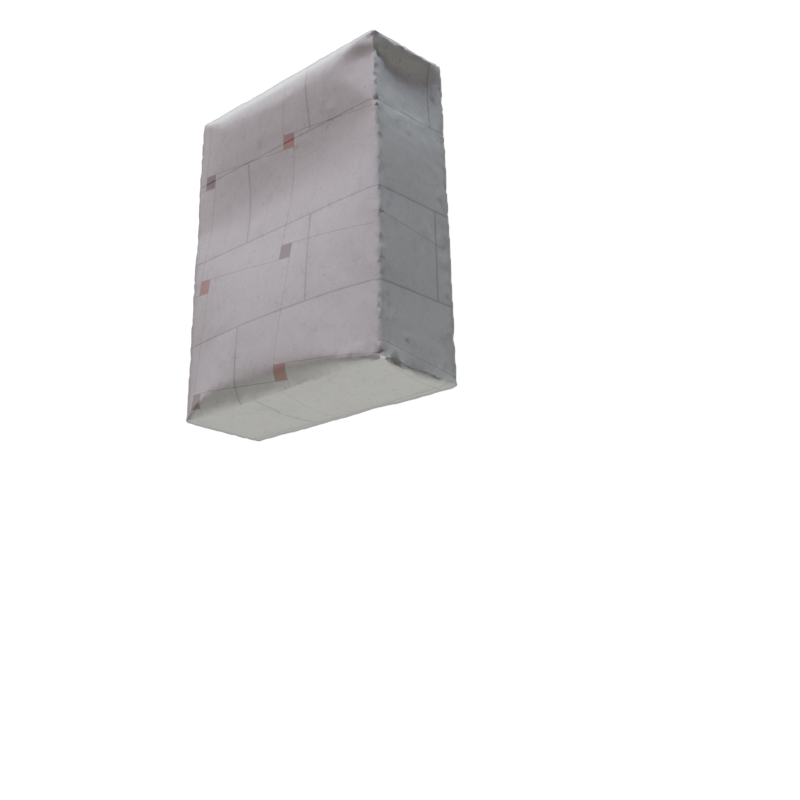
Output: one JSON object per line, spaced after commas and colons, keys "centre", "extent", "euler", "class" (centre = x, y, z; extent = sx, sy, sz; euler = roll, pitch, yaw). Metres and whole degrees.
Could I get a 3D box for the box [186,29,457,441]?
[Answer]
{"centre": [-0.054, -0.098, 0.684], "extent": [0.166, 0.225, 0.067], "euler": [-19, -29, 38], "class": "box"}
